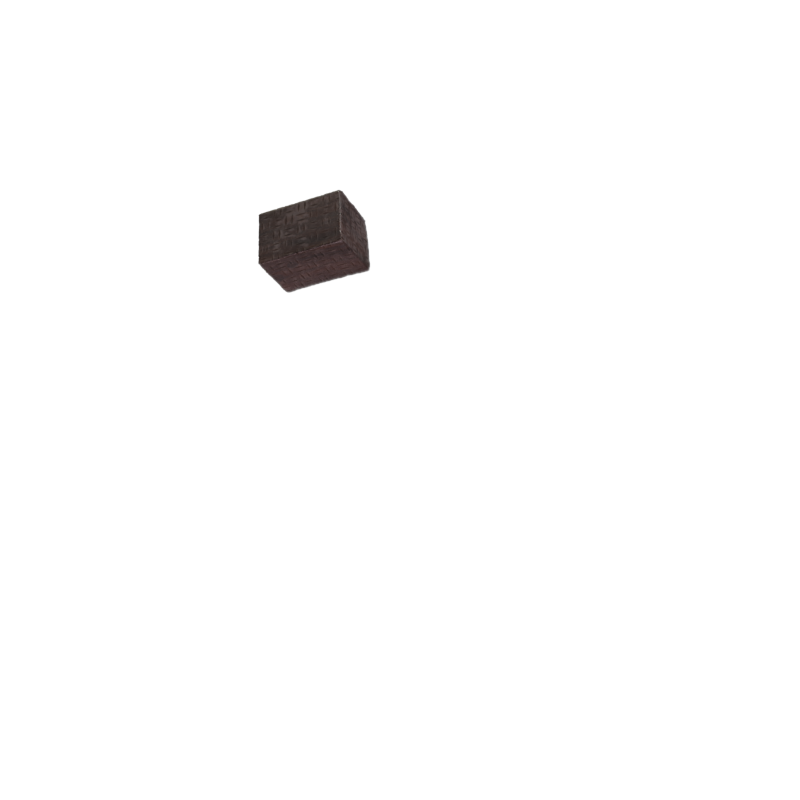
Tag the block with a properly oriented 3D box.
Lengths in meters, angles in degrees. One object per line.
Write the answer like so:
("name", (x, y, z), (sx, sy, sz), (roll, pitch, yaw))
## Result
("block", (-0.071, -0.129, 0.906), (0.079, 0.055, 0.049), (-13, -32, 21))
